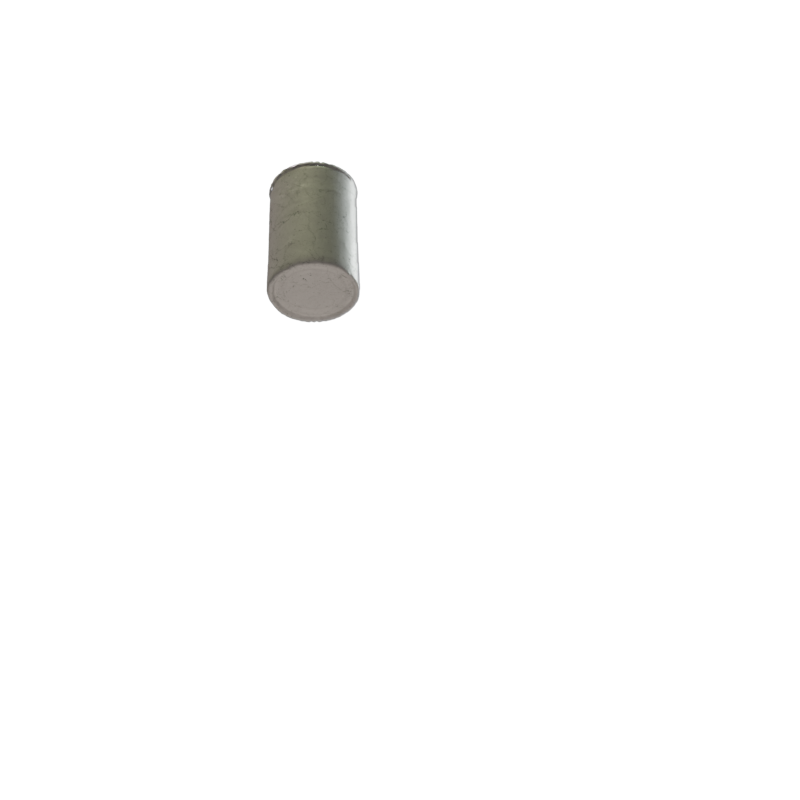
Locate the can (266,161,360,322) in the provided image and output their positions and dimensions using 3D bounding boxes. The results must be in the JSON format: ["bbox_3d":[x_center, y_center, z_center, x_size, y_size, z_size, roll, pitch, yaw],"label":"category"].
[{"bbox_3d":[-0.064,-0.117,0.820,0.068,0.110,0.064,-1,-39,-3],"label":"can"}]
